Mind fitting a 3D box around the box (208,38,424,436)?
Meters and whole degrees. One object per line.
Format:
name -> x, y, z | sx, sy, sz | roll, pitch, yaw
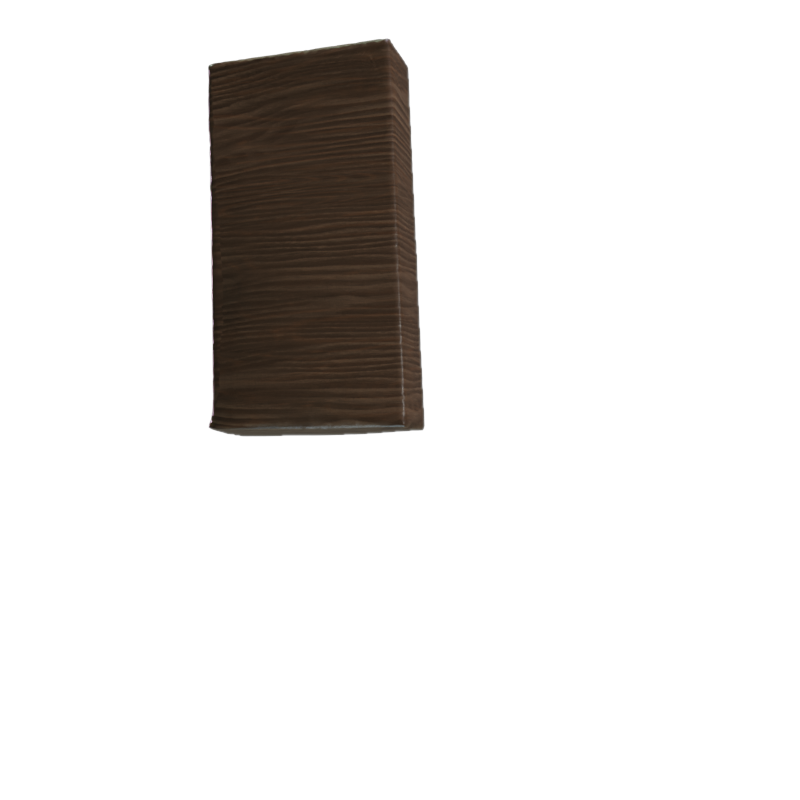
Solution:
box -> -0.040, -0.074, 0.516 | 0.095, 0.182, 0.046 | -4, -13, 16
